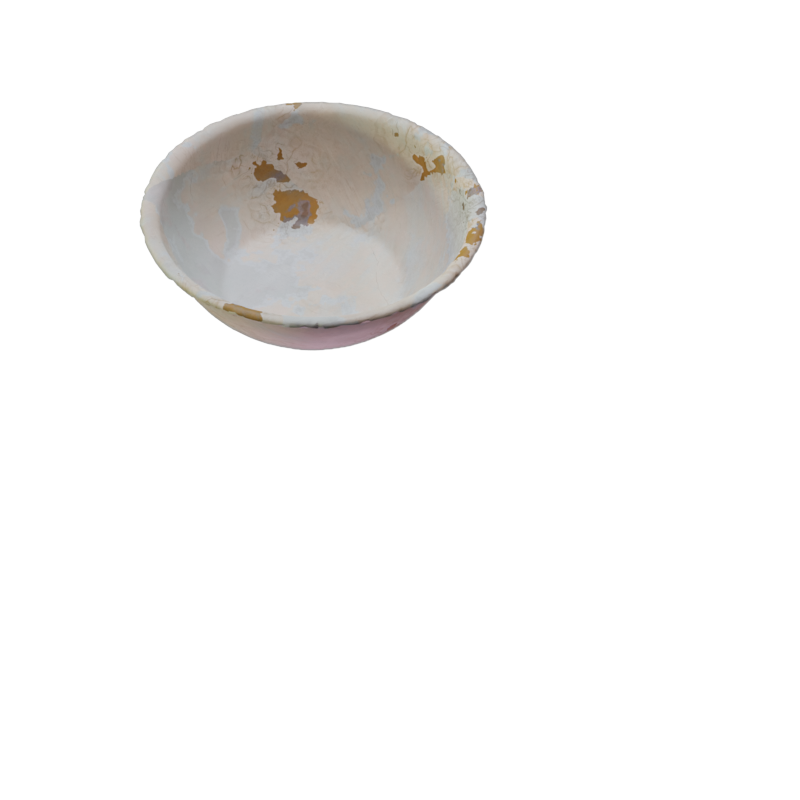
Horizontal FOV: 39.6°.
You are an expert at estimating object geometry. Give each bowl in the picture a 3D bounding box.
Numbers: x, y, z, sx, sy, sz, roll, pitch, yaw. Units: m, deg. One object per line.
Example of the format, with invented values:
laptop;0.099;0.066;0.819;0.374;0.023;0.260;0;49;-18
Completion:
bowl;-0.042;-0.077;0.537;0.162;0.174;0.051;-1;-44;-1
